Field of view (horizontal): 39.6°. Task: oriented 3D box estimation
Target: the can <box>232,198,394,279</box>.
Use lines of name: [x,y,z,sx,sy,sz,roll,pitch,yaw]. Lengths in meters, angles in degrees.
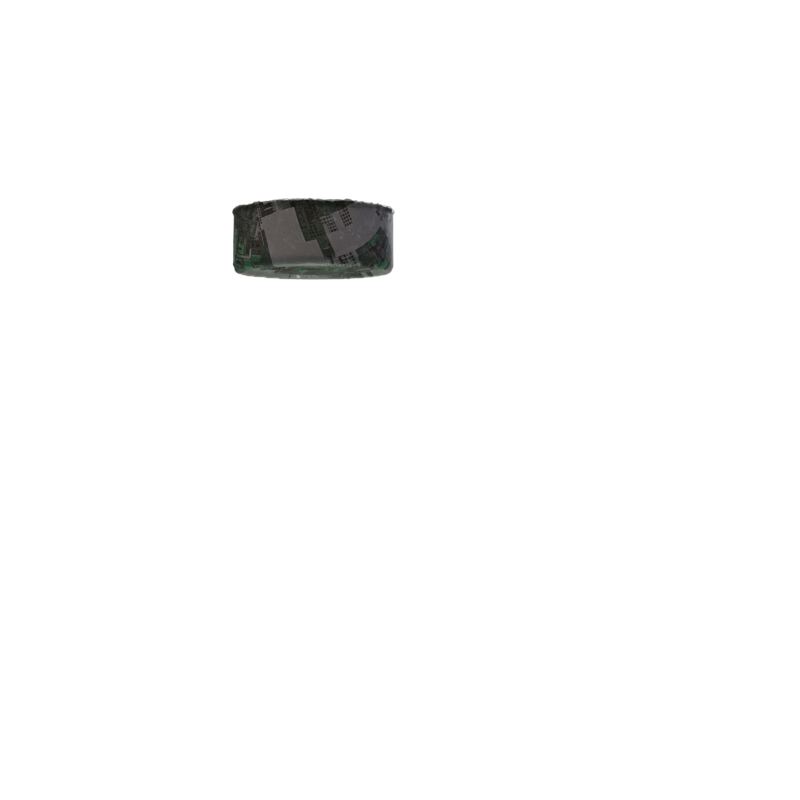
can: [-0.046,-0.083,0.584,0.086,0.034,0.085,0,0,-2]
